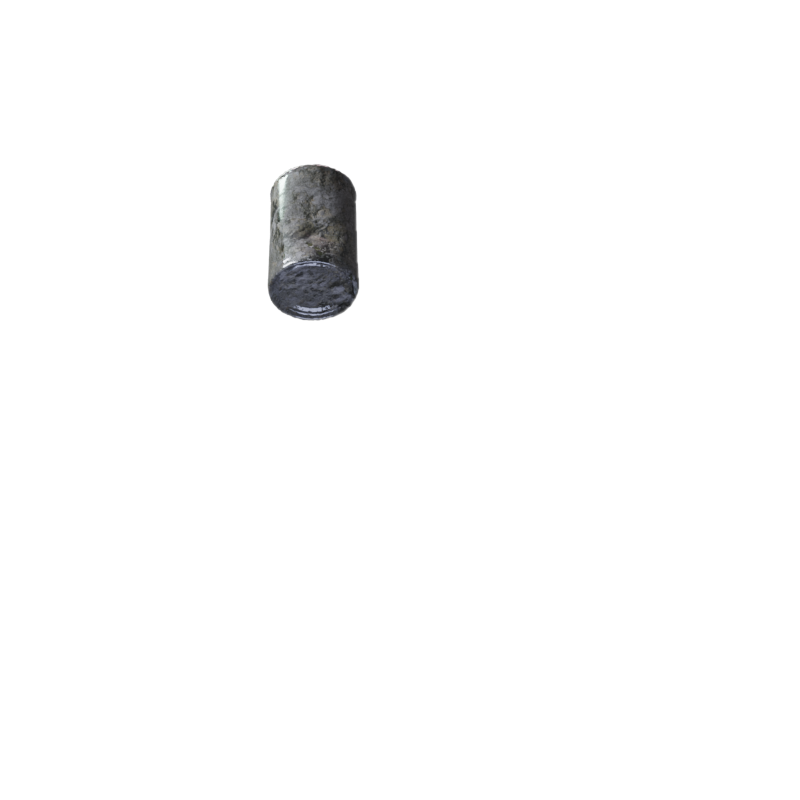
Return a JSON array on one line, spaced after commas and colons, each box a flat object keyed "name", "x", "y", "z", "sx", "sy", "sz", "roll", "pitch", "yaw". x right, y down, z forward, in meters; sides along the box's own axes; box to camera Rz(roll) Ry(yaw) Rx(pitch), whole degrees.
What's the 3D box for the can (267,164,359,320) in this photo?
[{"name": "can", "x": -0.066, "y": -0.120, "z": 0.838, "sx": 0.068, "sy": 0.110, "sz": 0.064, "roll": -1, "pitch": -41, "yaw": -3}]
